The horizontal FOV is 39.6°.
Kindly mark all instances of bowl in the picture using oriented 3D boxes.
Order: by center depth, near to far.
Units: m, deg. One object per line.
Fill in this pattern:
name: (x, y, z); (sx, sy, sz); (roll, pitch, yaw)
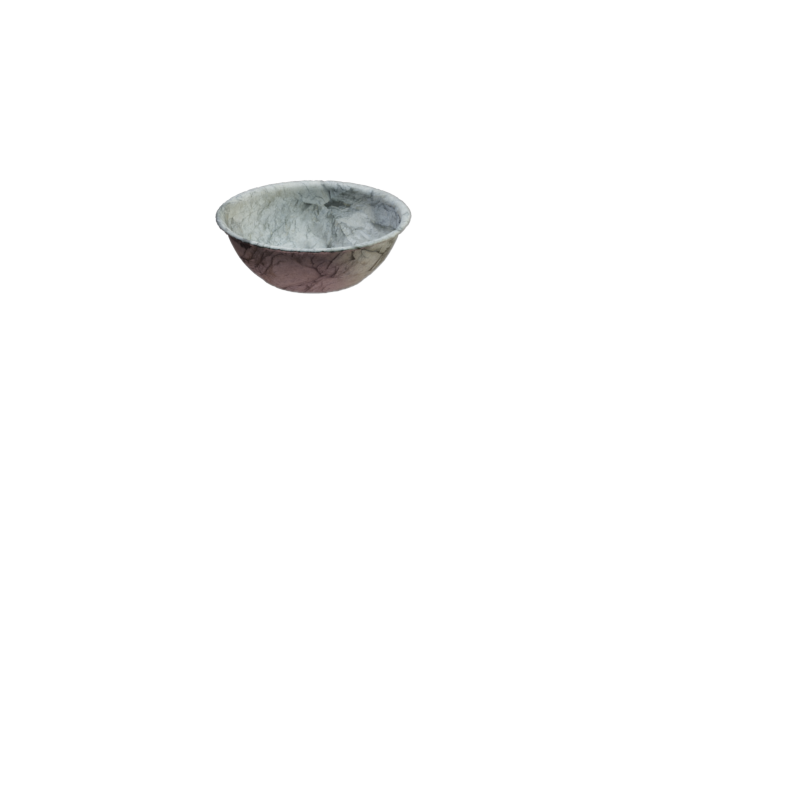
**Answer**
bowl: (-0.073, -0.132, 0.926); (0.162, 0.052, 0.172); (-1, 29, -2)
